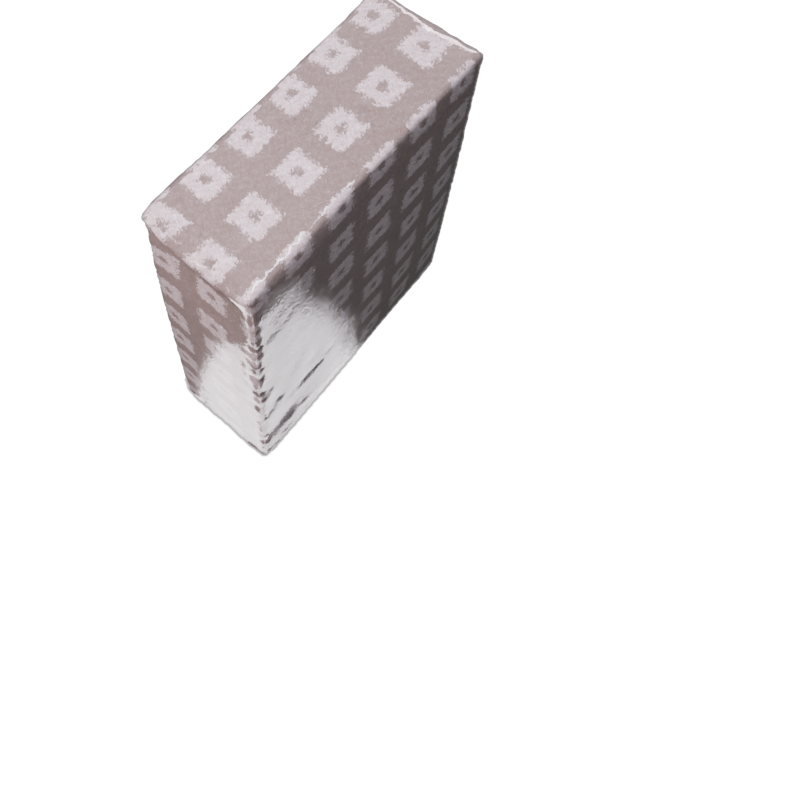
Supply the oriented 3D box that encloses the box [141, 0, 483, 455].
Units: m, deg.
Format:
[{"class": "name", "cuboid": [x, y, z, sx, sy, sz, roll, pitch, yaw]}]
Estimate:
[{"class": "box", "cuboid": [-0.045, -0.082, 0.572, 0.074, 0.167, 0.203, 36, -20, 10]}]
